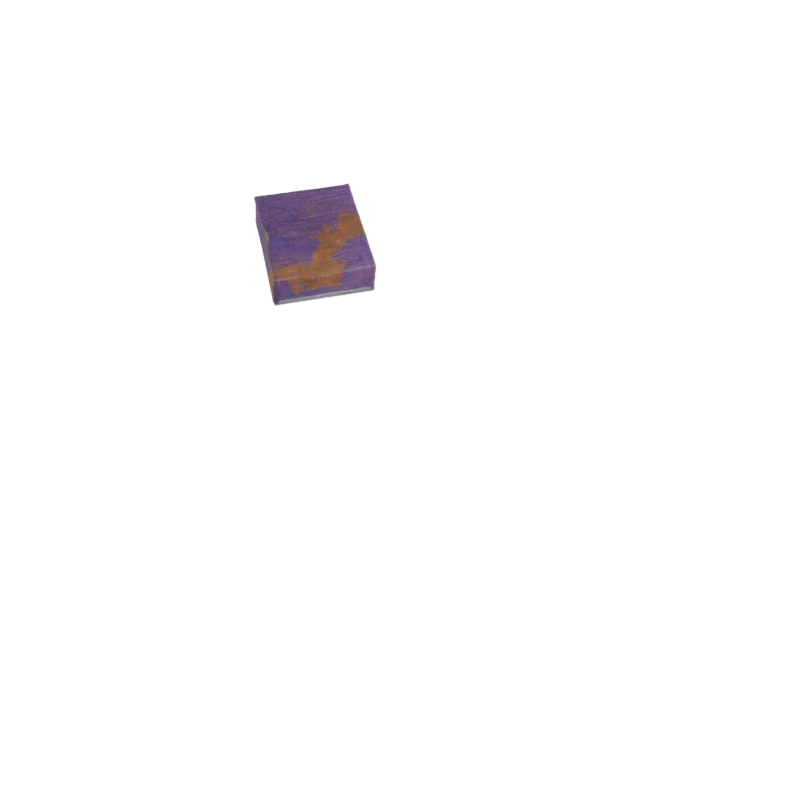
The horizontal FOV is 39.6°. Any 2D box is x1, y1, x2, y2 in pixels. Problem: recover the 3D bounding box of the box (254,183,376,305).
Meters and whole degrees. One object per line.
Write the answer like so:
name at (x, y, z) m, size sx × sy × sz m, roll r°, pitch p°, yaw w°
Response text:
box at (-0.063, -0.114, 0.800) m, size 0.072 × 0.096 × 0.028 m, roll -9°, pitch -39°, yaw -8°
